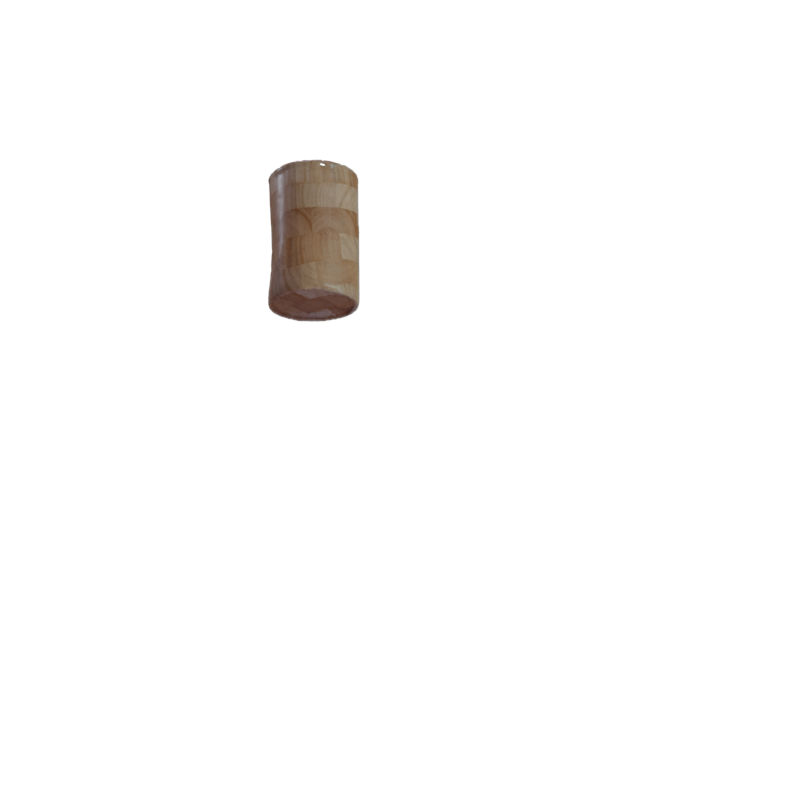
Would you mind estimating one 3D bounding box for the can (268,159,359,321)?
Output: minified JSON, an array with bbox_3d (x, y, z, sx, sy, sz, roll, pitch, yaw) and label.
[{"bbox_3d":[-0.064,-0.116,0.815,0.068,0.108,0.065,0,-21,-2],"label":"can"}]
